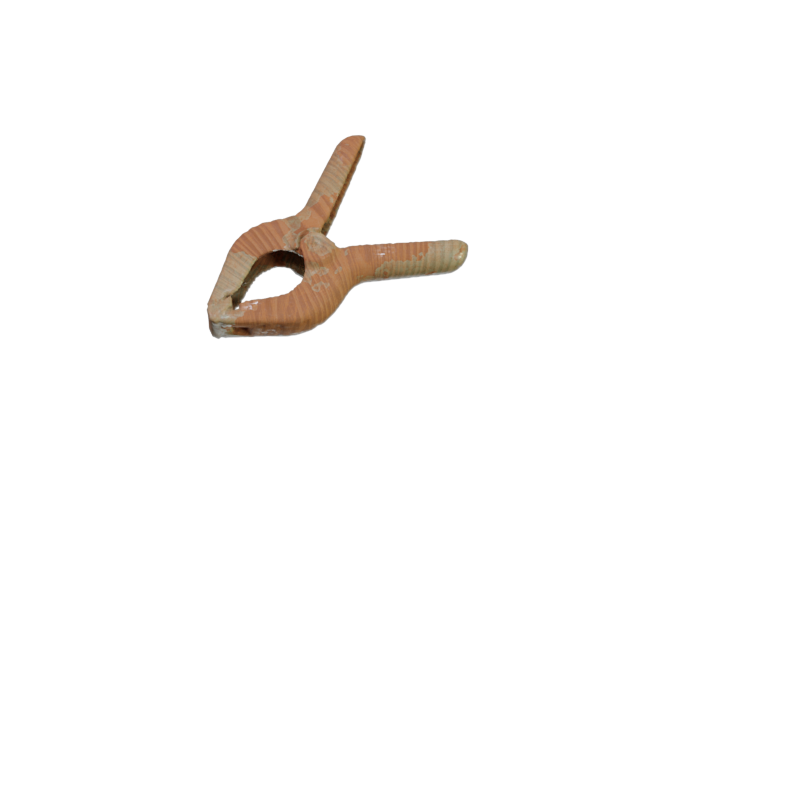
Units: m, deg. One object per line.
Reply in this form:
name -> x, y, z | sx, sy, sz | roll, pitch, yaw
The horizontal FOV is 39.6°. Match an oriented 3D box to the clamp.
clamp -> -0.056, -0.102, 0.717 | 0.171, 0.129, 0.037 | -25, -30, -16
